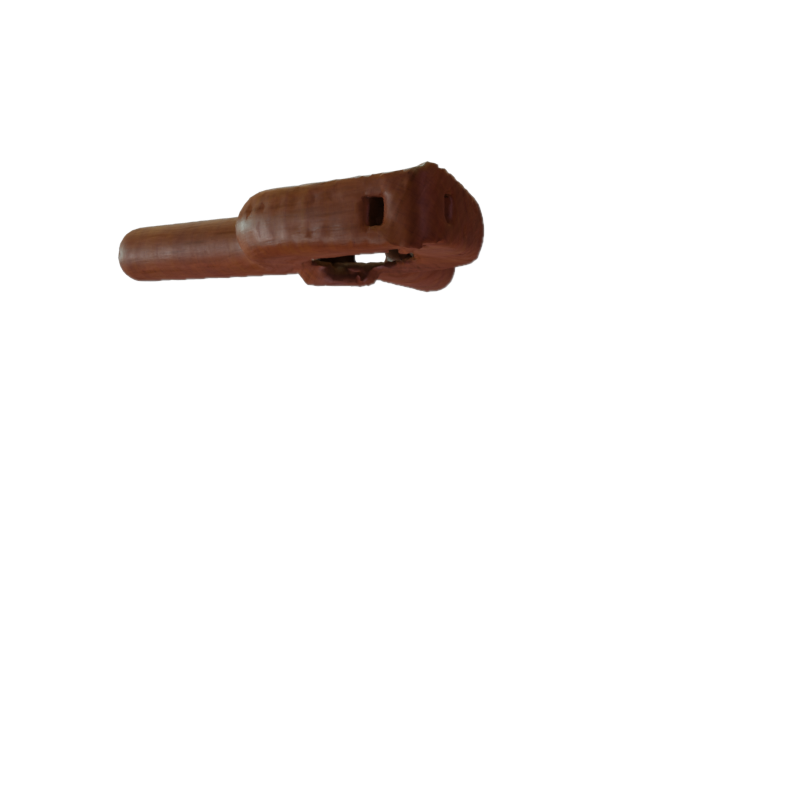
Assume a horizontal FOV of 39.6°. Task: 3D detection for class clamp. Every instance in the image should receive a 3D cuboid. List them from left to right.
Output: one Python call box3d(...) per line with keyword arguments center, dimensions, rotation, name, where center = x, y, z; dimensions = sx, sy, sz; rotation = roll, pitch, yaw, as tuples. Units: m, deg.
box3d(center=(-0.036, -0.065, 0.454), dimensions=(0.163, 0.037, 0.211), rotation=(0, 1, -10), name="clamp")
